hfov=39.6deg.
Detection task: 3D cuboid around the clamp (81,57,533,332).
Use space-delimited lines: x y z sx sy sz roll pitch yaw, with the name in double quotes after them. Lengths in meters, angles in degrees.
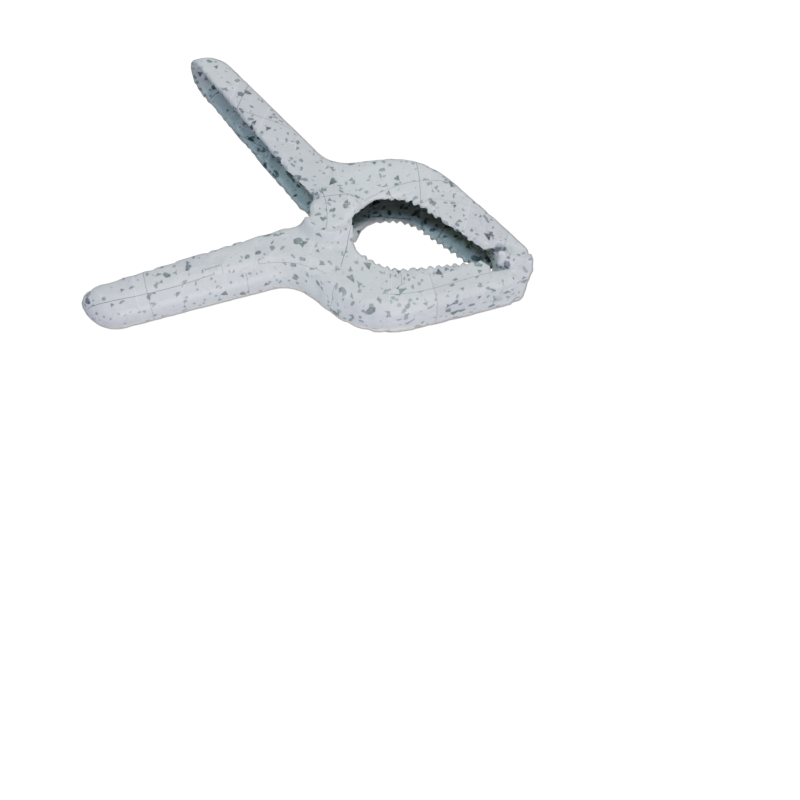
-0.043 -0.079 0.550 0.215 0.171 0.034 21 -26 10 "clamp"
